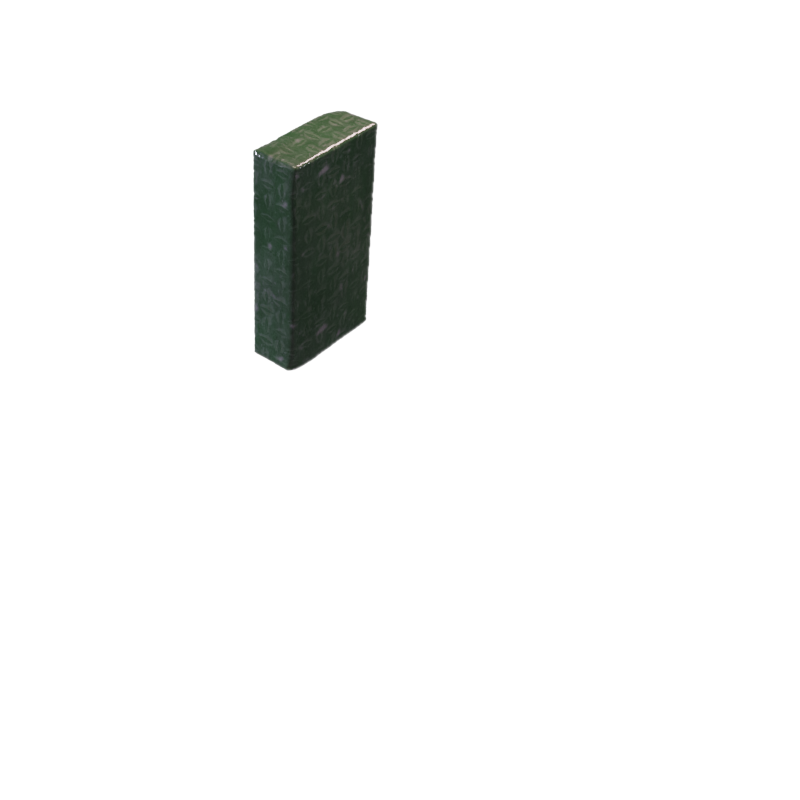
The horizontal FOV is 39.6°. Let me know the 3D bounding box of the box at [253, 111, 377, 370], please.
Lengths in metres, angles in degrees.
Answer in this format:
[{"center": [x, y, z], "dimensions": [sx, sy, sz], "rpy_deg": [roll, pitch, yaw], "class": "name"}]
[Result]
[{"center": [-0.064, -0.116, 0.813], "dimensions": [0.051, 0.165, 0.094], "rpy_deg": [24, 40, 29], "class": "box"}]
